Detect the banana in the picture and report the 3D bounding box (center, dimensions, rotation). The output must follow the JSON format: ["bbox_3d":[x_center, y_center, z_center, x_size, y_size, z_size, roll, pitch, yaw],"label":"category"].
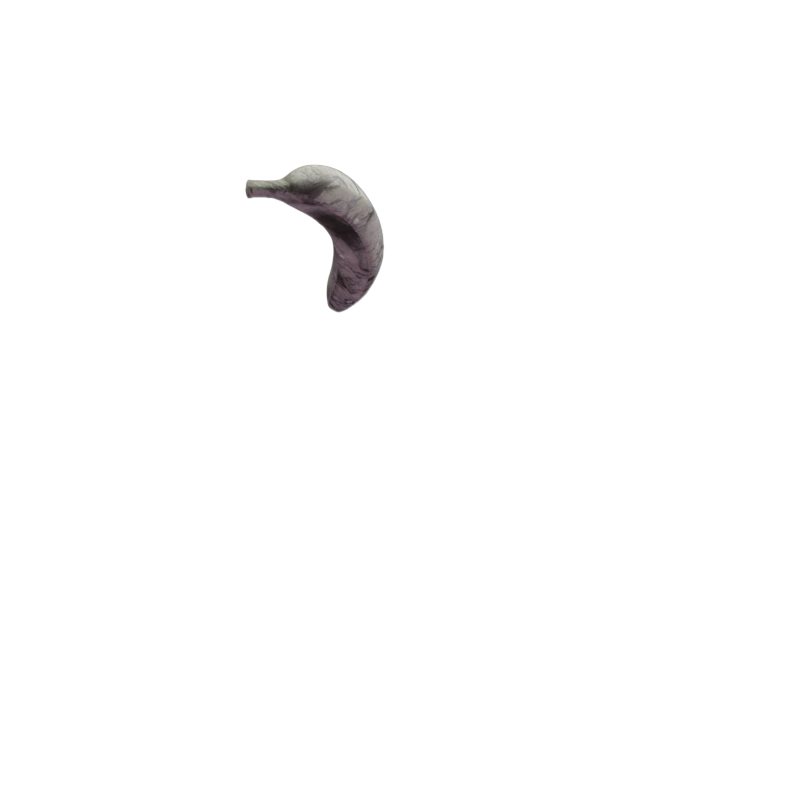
[{"bbox_3d":[-0.046,-0.119,0.801,0.070,0.039,0.184,-7,-25,14],"label":"banana"}]
